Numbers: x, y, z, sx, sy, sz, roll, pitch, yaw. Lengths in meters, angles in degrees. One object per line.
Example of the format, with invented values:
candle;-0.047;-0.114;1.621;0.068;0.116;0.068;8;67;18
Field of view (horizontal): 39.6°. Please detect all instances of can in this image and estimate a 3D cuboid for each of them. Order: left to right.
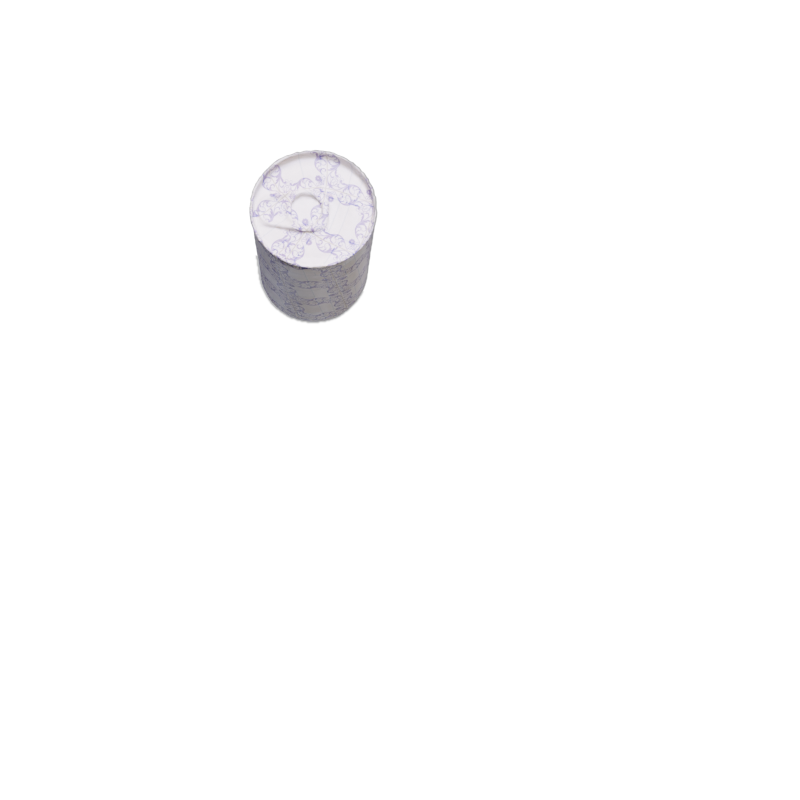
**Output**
can;-0.050;-0.090;0.633;0.068;0.072;0.098;0;-16;-3
